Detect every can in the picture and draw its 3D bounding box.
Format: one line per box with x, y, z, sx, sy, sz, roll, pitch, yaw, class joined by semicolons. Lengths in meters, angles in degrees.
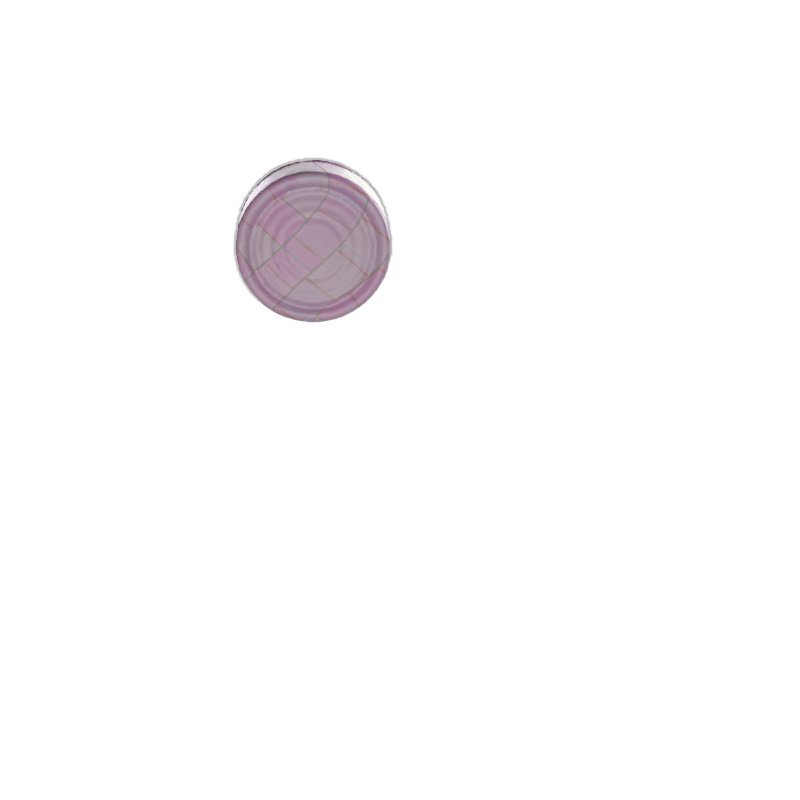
-0.048;-0.087;0.608;0.086;0.083;0.035;0;17;-1;can
